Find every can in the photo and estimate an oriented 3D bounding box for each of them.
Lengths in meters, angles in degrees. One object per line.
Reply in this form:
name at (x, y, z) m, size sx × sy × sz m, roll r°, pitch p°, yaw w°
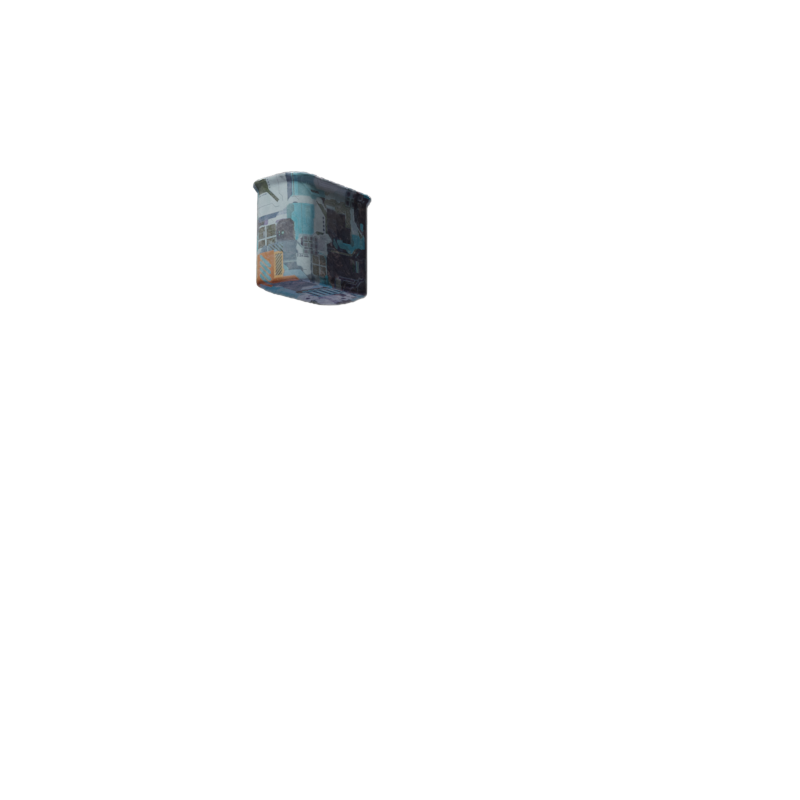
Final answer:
can at (-0.068, -0.124, 0.870) m, size 0.059 × 0.087 × 0.096 m, roll -10°, pitch -14°, yaw 37°
